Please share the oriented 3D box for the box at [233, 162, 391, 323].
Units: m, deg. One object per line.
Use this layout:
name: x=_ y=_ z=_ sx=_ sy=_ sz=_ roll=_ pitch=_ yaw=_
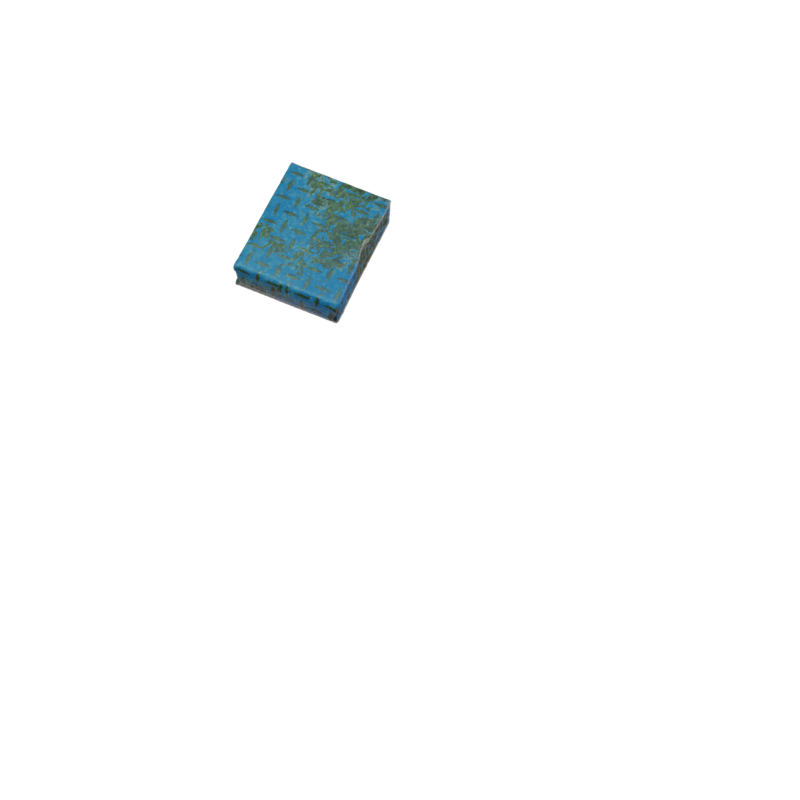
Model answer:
box: x=-0.056 y=-0.102 z=0.716 sx=0.075 sy=0.093 sz=0.028 roll=21 pitch=-27 yaw=11
